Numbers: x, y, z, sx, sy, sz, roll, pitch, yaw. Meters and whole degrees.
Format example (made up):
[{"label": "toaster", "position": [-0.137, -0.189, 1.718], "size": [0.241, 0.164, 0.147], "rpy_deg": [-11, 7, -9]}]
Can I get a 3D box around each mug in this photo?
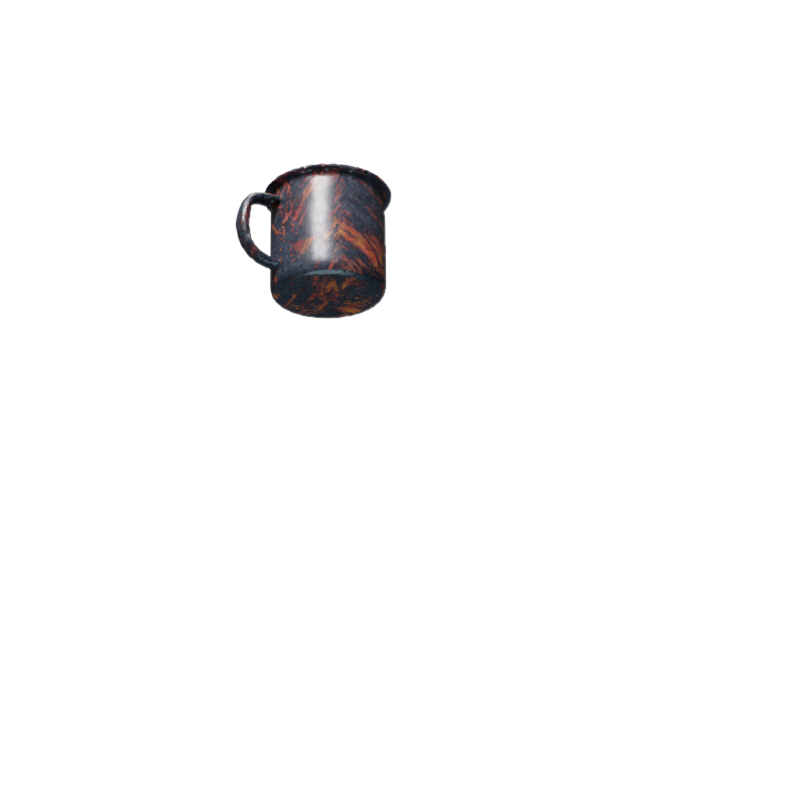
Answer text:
[{"label": "mug", "position": [-0.061, -0.112, 0.785], "size": [0.112, 0.086, 0.092], "rpy_deg": [13, -28, -29]}]
